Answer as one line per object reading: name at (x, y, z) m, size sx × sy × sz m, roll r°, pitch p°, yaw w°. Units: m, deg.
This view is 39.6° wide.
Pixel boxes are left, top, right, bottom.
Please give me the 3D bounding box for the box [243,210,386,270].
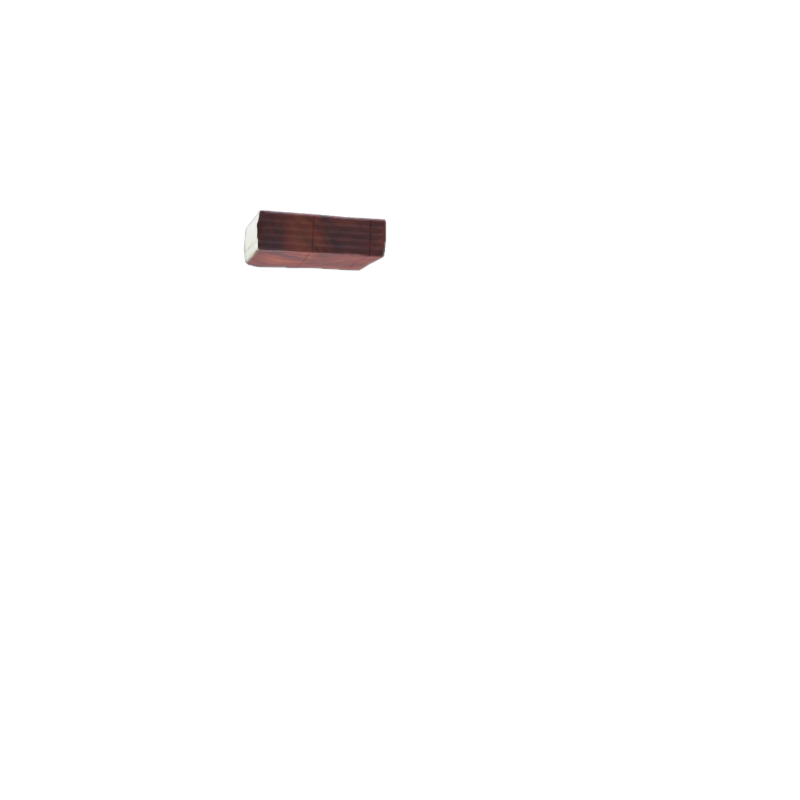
box at (-0.077, -0.140, 0.977) m, size 0.112 × 0.040 × 0.090 m, roll 1°, pitch -3°, yaw -13°
